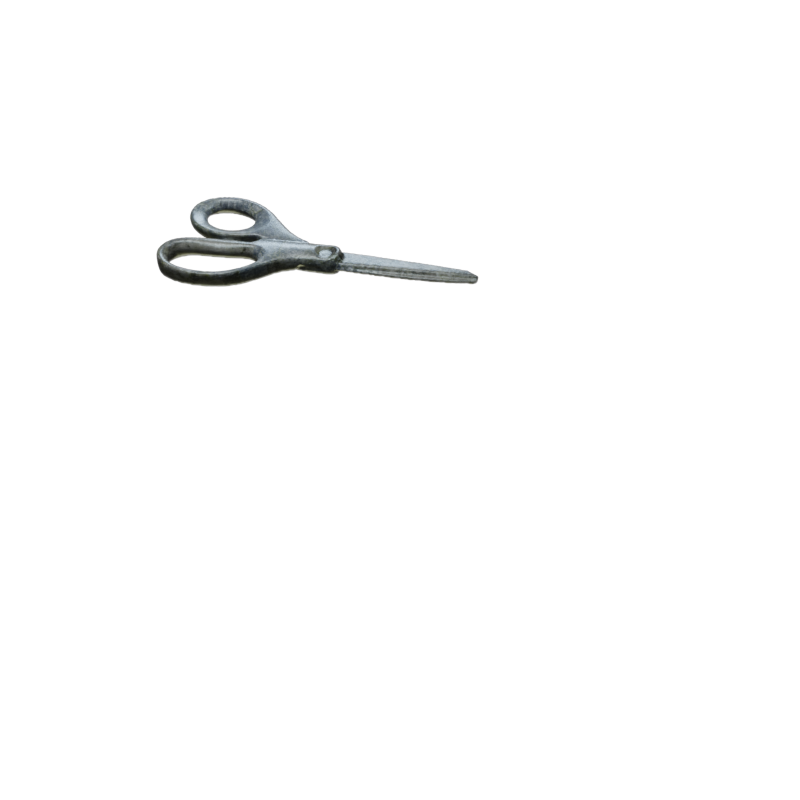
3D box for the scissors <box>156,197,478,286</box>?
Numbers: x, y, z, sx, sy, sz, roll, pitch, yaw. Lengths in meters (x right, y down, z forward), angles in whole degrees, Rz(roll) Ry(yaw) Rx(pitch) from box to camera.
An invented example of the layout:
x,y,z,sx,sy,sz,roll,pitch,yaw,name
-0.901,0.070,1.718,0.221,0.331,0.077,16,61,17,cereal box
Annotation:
x,y,z,sx,sy,sz,roll,pitch,yaw,name
-0.057,-0.104,0.725,0.201,0.015,0.103,-2,41,-3,scissors
